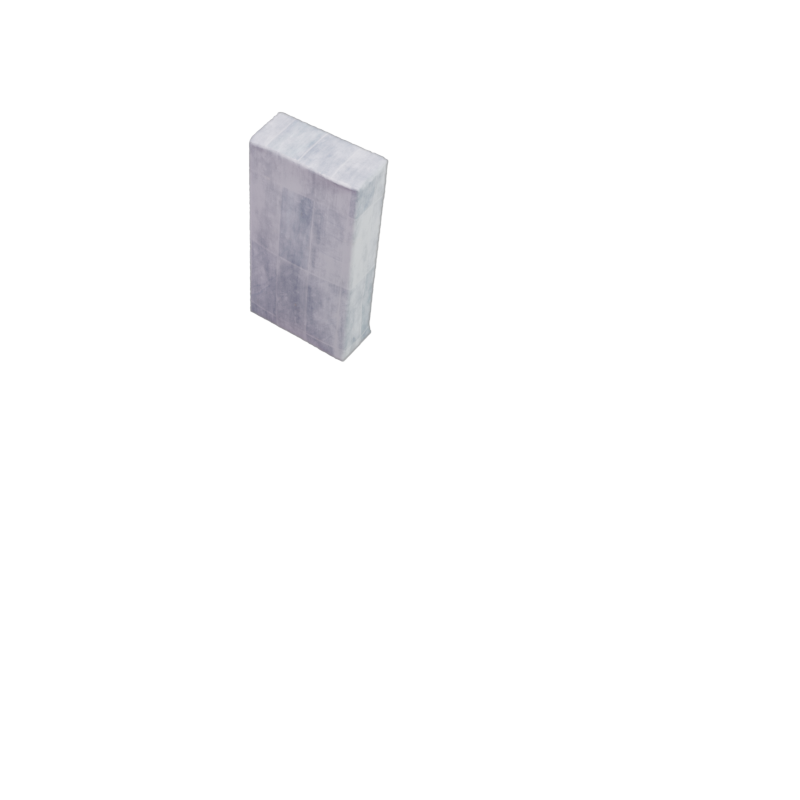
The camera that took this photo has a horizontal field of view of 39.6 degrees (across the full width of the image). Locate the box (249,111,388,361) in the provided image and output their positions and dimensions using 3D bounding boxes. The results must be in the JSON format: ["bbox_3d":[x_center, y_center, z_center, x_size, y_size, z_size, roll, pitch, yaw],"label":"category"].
[{"bbox_3d":[-0.063,-0.115,0.807,0.098,0.164,0.049,29,54,19],"label":"box"}]
